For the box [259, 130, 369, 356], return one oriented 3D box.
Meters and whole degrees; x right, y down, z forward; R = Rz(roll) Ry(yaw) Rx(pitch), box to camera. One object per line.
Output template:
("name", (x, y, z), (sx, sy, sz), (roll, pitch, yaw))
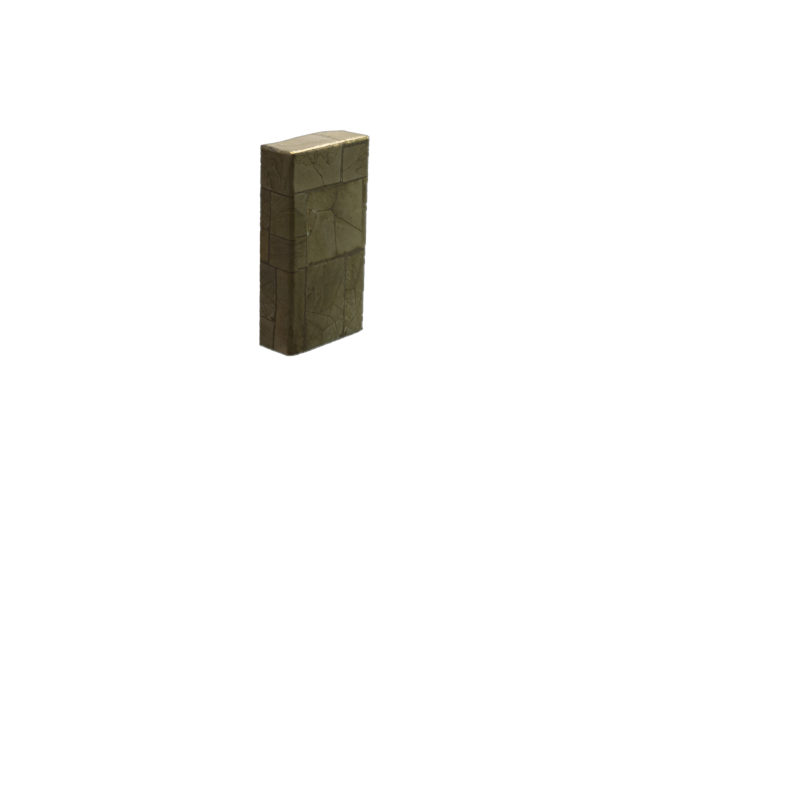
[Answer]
("box", (-0.073, -0.132, 0.926), (0.051, 0.169, 0.092), (16, 24, 39))
